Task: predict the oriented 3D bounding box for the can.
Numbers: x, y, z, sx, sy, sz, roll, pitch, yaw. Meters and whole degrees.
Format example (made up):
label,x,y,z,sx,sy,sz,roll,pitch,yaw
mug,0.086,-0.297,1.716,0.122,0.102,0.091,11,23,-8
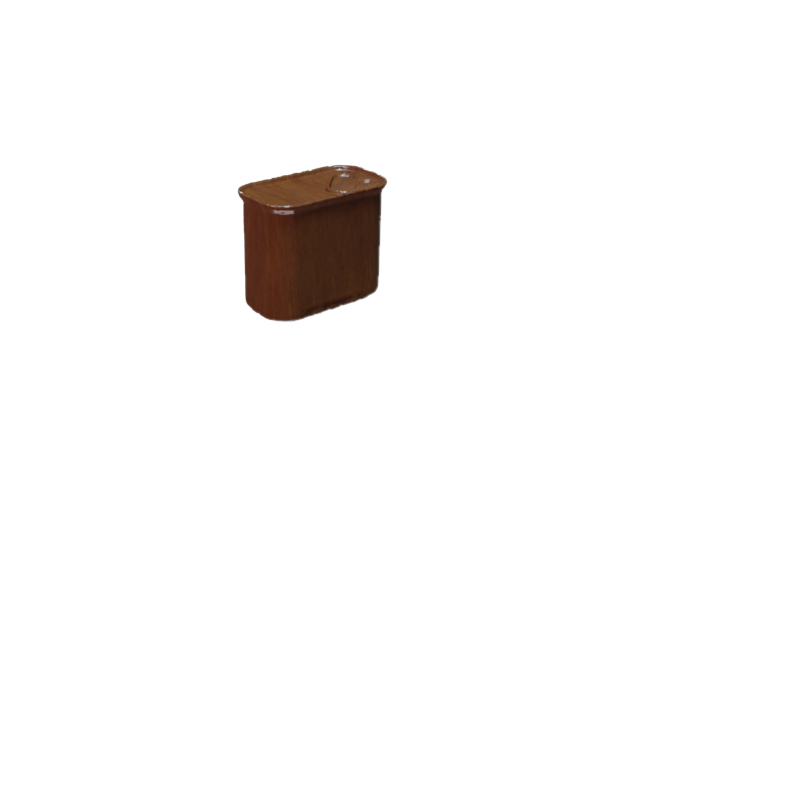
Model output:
label,x,y,z,sx,sy,sz,roll,pitch,yaw
can,-0.060,-0.109,0.761,0.100,0.080,0.061,-19,31,-36
